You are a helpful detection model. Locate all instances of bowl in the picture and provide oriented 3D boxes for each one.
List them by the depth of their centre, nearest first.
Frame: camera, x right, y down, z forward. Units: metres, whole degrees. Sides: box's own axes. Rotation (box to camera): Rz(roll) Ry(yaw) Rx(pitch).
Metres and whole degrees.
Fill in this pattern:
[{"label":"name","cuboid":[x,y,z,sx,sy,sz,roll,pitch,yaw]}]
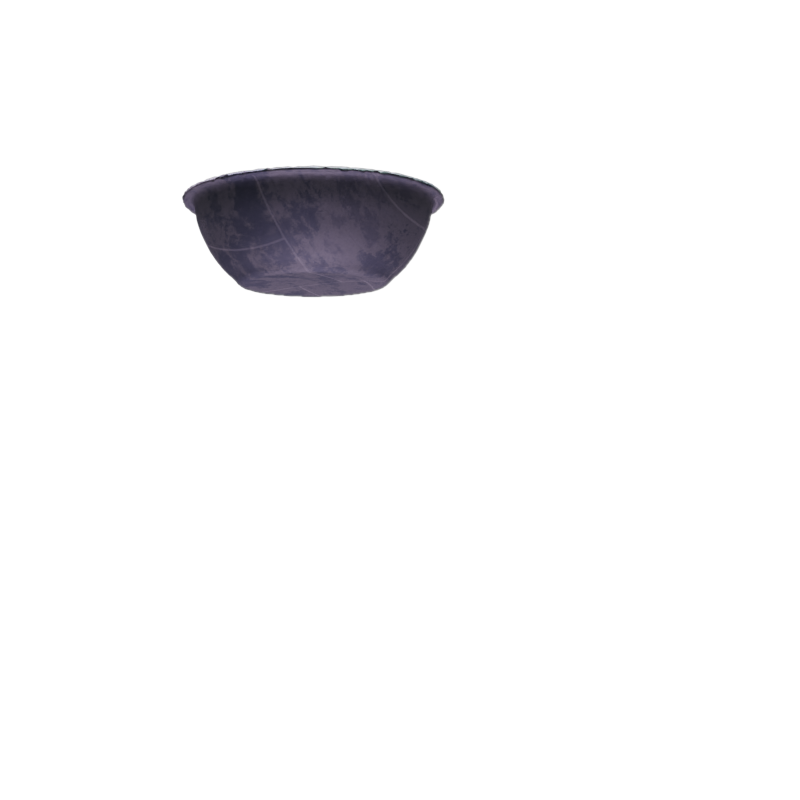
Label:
[{"label":"bowl","cuboid":[-0.053,-0.097,0.682,0.162,0.056,0.159,0,-5,-2]}]
